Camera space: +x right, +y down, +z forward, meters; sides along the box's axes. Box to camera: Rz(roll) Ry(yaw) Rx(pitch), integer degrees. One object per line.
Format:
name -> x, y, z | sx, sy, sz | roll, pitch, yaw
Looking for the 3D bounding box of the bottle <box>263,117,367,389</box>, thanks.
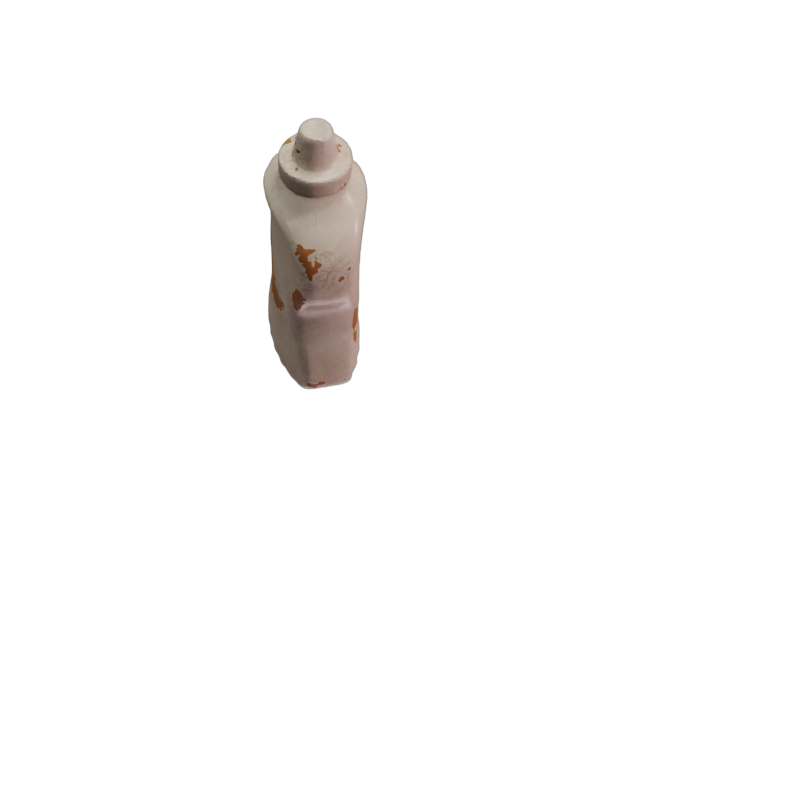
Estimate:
bottle -> -0.051, -0.094, 0.660 | 0.058, 0.103, 0.179 | -7, -33, -9
